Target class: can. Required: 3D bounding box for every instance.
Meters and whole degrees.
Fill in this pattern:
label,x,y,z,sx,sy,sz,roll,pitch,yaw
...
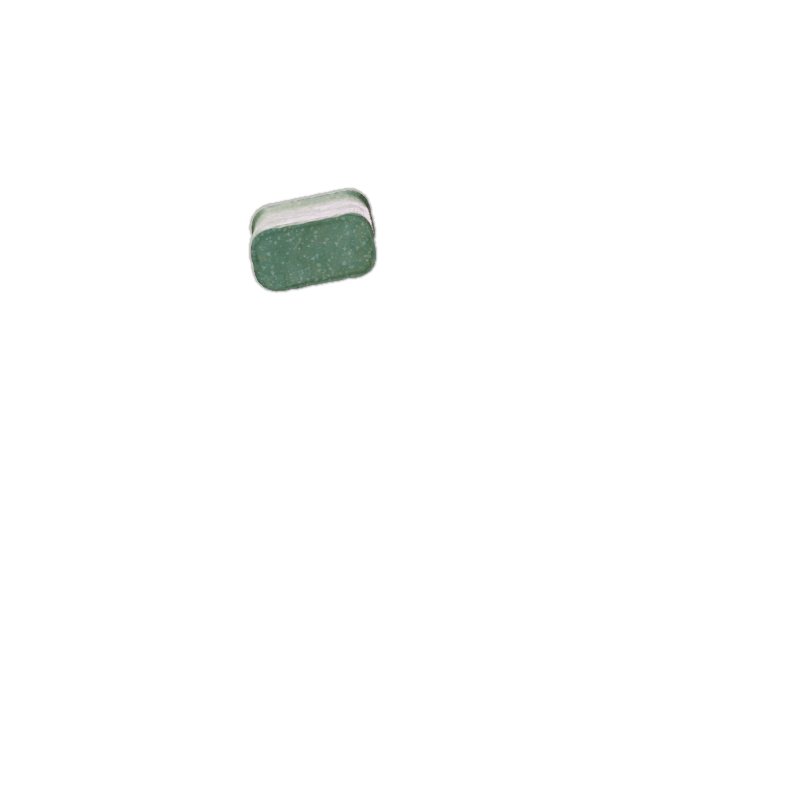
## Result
label,x,y,z,sx,sy,sz,roll,pitch,yaw
can,-0.070,-0.127,0.886,0.102,0.055,0.087,-11,19,2
